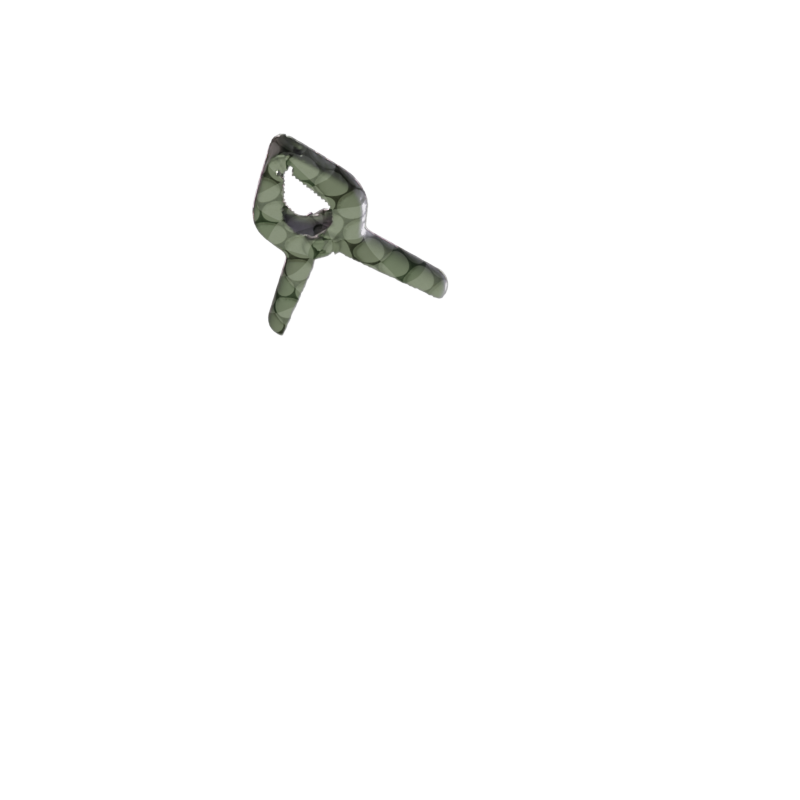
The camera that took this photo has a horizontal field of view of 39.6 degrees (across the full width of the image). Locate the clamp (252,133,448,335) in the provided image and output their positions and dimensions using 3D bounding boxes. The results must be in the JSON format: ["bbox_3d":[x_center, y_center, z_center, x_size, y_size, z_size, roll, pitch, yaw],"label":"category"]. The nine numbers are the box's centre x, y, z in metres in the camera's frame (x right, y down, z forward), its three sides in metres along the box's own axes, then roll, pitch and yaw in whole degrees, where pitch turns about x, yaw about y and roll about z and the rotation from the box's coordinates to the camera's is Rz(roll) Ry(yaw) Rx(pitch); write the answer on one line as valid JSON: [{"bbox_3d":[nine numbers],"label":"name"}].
[{"bbox_3d":[-0.073,-0.132,0.927,0.166,0.039,0.194,-18,-45,19],"label":"clamp"}]
